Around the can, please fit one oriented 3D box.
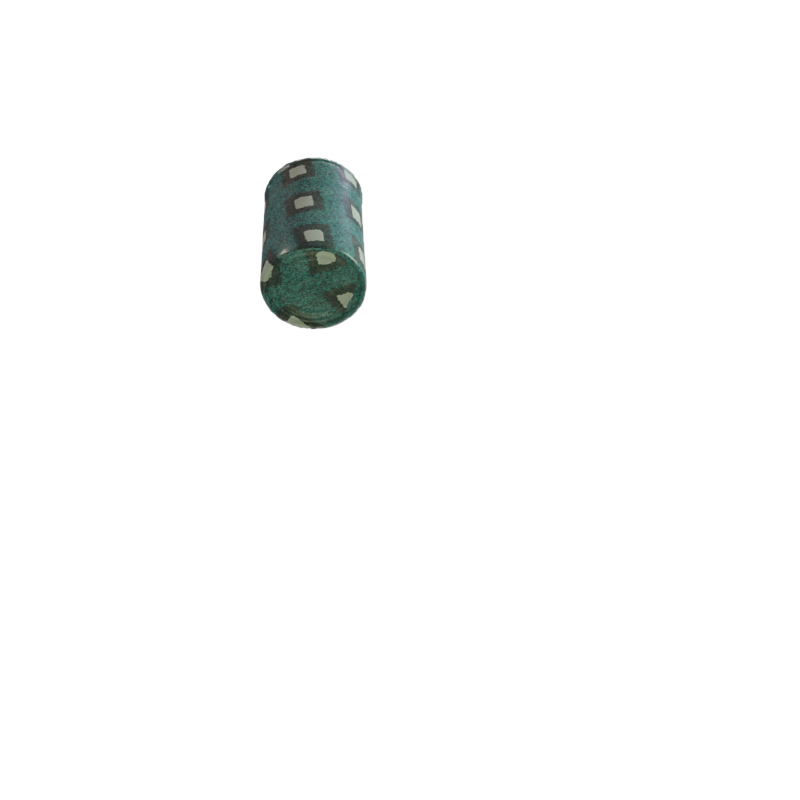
[{"bbox_3d":[-0.057,-0.104,0.726,0.068,0.064,0.110,-1,40,-3],"label":"can"}]
